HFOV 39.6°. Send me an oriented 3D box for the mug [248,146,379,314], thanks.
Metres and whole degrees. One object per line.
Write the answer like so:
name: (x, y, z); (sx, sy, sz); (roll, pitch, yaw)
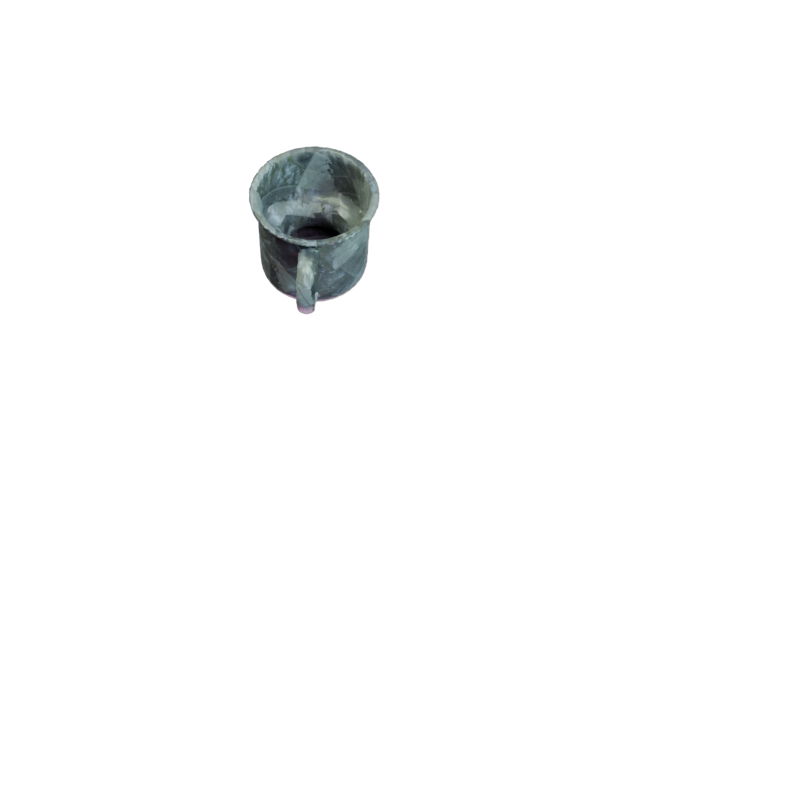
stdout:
mug: (-0.064, -0.116, 0.812); (0.093, 0.125, 0.076); (1, -35, -1)
